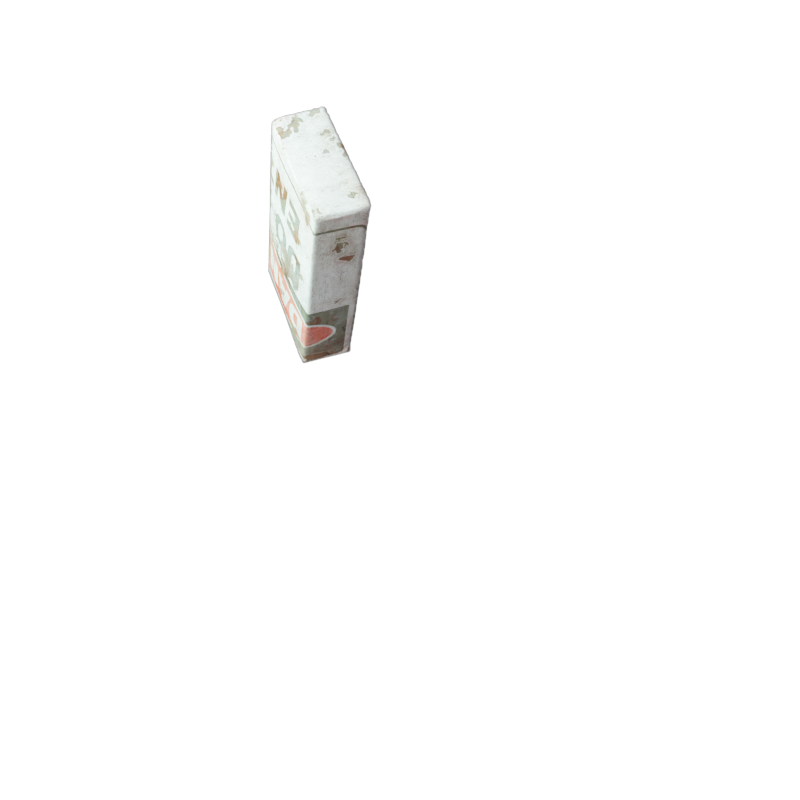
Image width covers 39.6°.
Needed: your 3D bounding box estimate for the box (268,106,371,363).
[{"bbox_3d":[-0.061,-0.111,0.780,0.048,0.100,0.165,-16,-30,-13],"label":"box"}]
